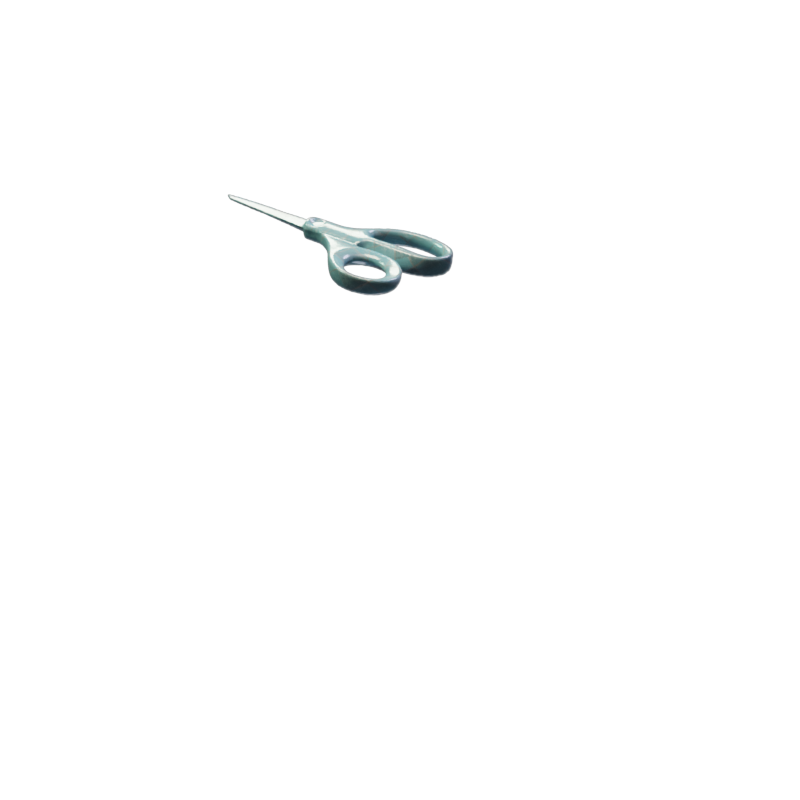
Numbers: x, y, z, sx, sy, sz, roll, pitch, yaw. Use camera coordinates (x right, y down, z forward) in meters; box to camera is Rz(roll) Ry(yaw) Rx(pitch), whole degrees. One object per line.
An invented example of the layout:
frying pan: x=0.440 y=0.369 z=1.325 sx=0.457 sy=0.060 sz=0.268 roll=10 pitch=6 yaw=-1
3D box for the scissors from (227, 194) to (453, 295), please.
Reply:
scissors: x=-0.063 y=-0.114 z=0.801 sx=0.210 sy=0.015 sz=0.098 roll=15 pitch=34 yaw=24
